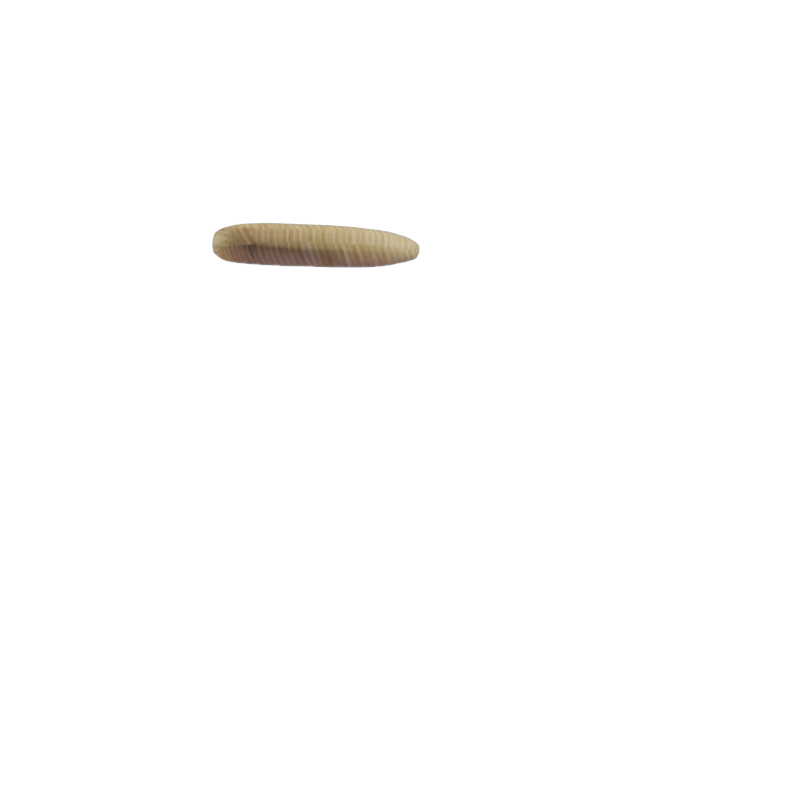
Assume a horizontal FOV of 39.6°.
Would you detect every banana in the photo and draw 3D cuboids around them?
[{"bbox_3d":[-0.086,-0.136,0.967,0.203,0.036,0.069,5,13,19],"label":"banana"}]
